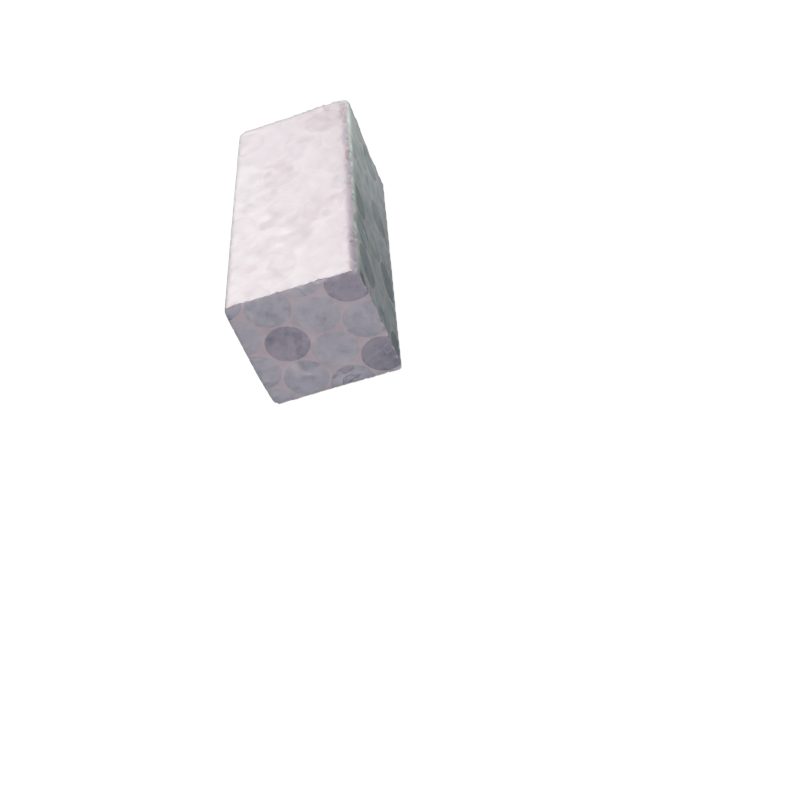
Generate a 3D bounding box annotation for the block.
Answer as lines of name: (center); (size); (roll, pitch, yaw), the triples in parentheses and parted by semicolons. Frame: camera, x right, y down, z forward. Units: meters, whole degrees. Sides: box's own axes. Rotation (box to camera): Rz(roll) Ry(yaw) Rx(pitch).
block: (-0.061, -0.111, 0.773); (0.091, 0.083, 0.221); (-17, 40, 11)
